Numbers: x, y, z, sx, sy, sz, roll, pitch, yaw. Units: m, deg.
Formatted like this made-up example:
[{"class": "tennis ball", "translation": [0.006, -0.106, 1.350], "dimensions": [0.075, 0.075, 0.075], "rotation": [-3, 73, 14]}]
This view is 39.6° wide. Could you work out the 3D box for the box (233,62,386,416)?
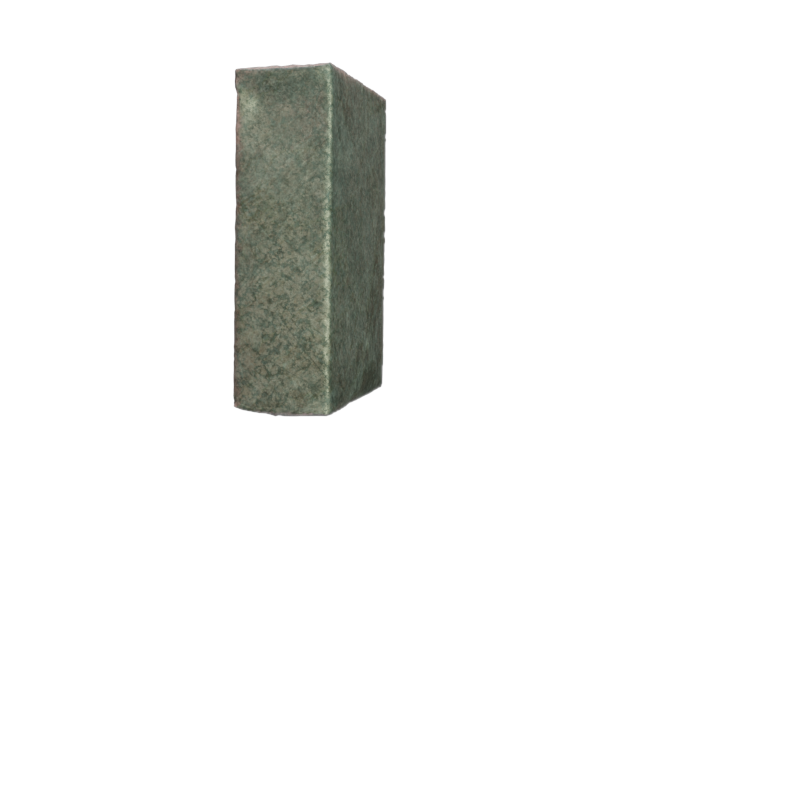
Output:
[{"class": "box", "translation": [-0.058, -0.106, 0.744], "dimensions": [0.073, 0.214, 0.162], "rotation": [0, 2, 12]}]
